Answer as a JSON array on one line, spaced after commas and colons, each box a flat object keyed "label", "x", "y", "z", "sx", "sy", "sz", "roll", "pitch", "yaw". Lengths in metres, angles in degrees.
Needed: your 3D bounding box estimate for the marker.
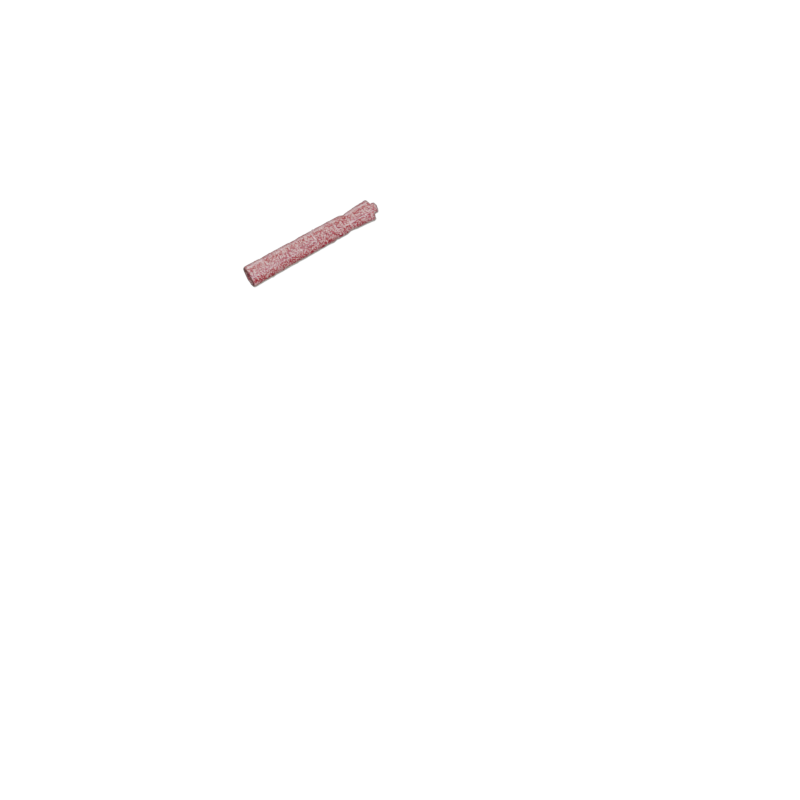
[{"label": "marker", "x": -0.070, "y": -0.128, "z": 0.894, "sx": 0.121, "sy": 0.019, "sz": 0.020, "roll": -31, "pitch": 12, "yaw": -14}]
